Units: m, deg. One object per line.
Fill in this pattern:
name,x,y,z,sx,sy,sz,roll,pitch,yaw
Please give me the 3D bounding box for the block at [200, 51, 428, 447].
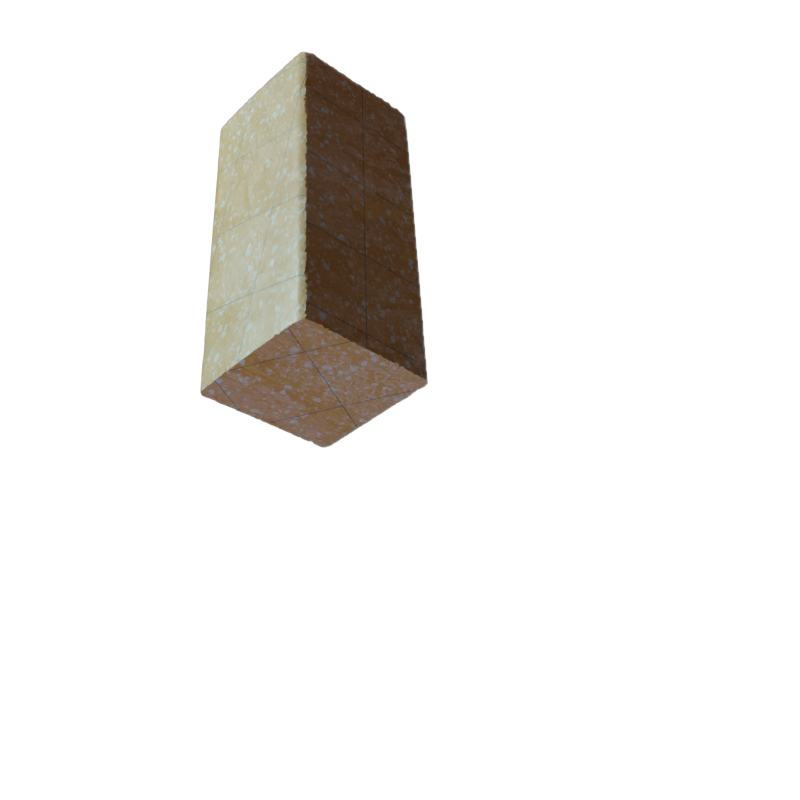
block,-0.051,-0.094,0.653,0.085,0.221,0.089,27,-47,-33
